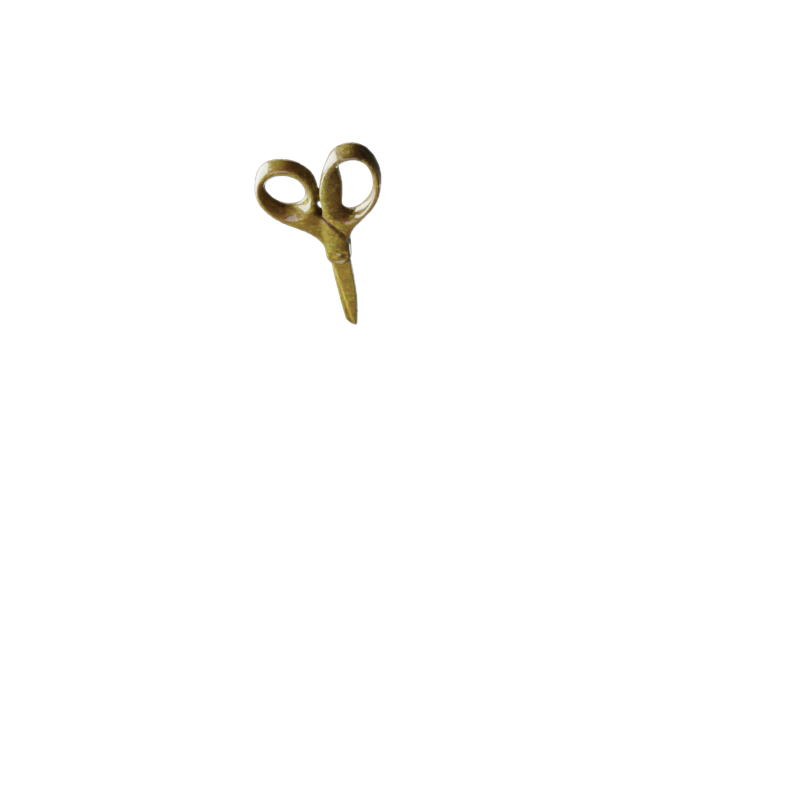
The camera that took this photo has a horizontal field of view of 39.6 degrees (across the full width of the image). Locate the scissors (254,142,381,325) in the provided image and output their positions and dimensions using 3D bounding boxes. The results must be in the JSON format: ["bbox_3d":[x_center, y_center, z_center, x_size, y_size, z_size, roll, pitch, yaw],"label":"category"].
[{"bbox_3d":[-0.063,-0.116,0.810,0.095,0.017,0.191,6,-34,-9],"label":"scissors"}]
